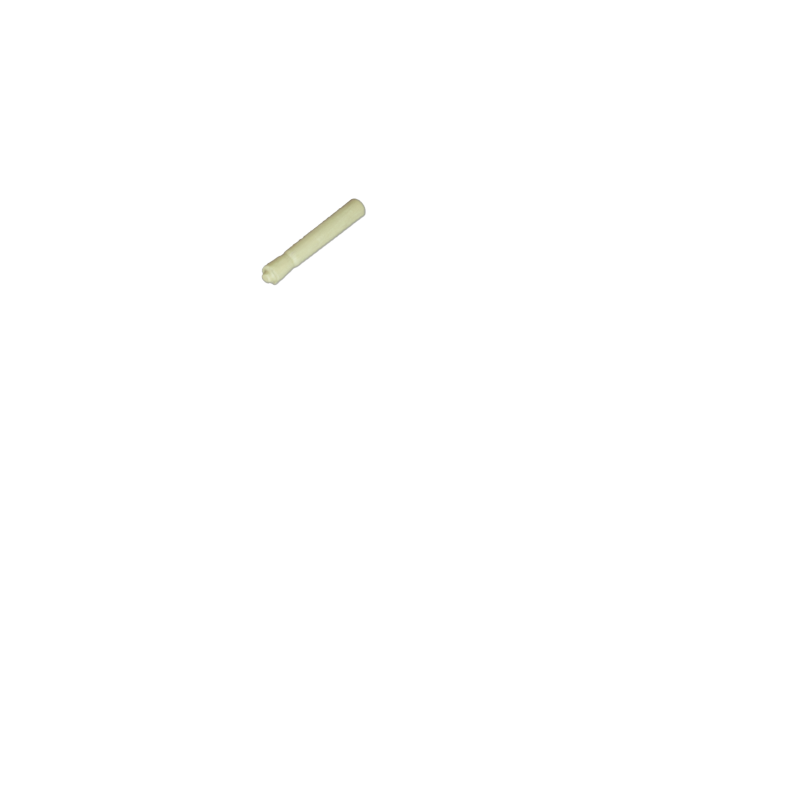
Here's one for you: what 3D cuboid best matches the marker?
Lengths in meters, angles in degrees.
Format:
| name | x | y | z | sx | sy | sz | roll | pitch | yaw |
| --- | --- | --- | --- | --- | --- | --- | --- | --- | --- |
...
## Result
| name | x | y | z | sx | sy | sz | roll | pitch | yaw |
| --- | --- | --- | --- | --- | --- | --- | --- | --- | --- |
| marker | -0.074 | -0.135 | 0.948 | 0.021 | 0.019 | 0.123 | 3 | 38 | 46 |
